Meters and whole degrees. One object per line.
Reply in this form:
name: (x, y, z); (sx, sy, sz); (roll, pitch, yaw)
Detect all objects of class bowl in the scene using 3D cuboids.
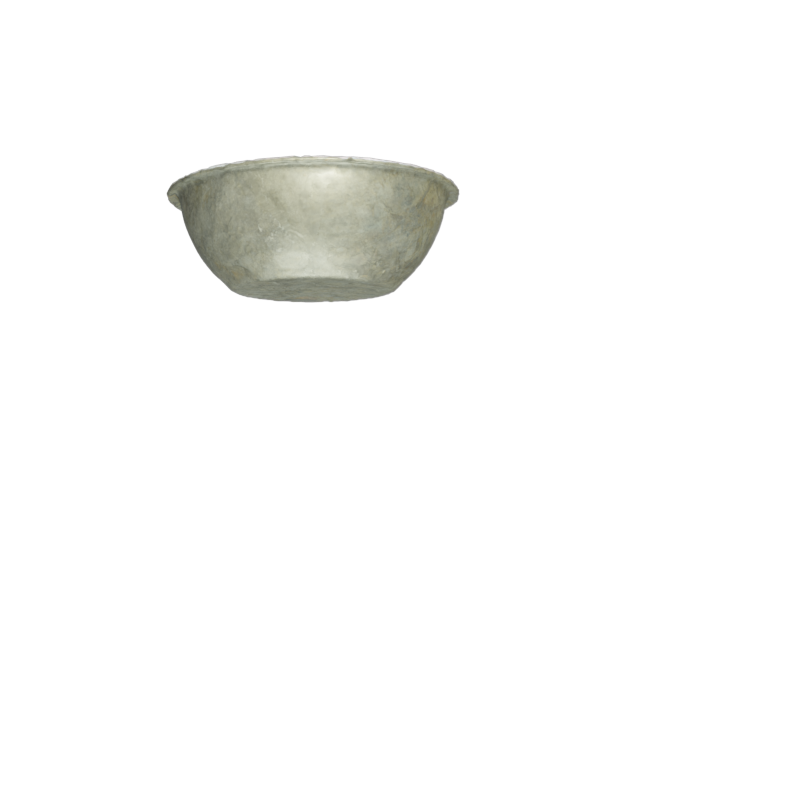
bowl: (-0.048, -0.087, 0.611); (0.162, 0.056, 0.159); (0, -4, -2)
